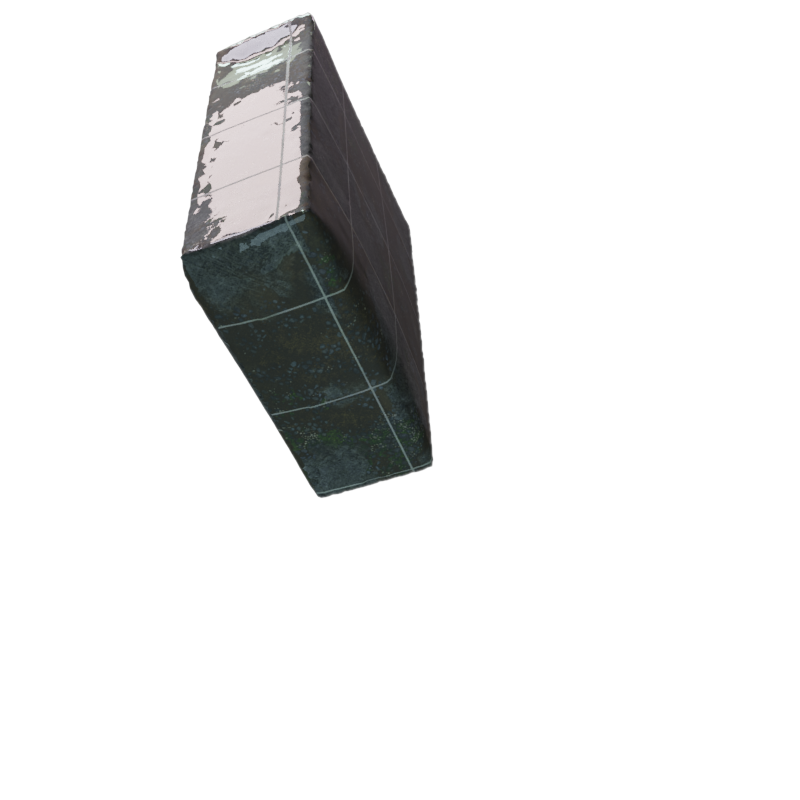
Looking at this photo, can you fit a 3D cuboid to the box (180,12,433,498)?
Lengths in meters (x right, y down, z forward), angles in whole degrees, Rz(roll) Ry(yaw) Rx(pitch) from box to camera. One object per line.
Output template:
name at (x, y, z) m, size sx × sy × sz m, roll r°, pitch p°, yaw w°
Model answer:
box at (-0.047, -0.085, 0.594) m, size 0.072 × 0.152 × 0.229 m, roll -19°, pitch 37°, yaw 11°
